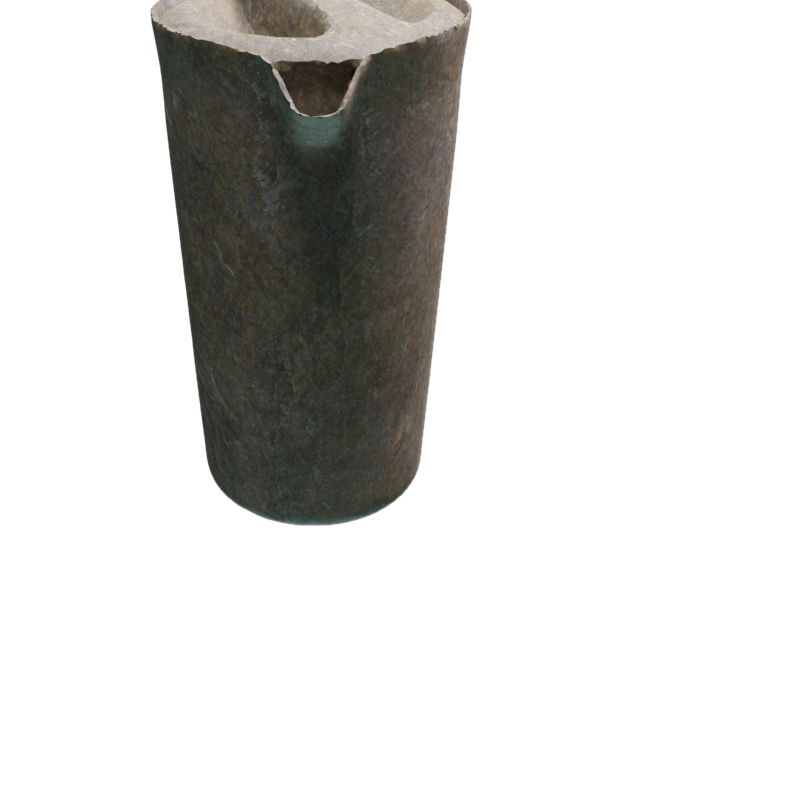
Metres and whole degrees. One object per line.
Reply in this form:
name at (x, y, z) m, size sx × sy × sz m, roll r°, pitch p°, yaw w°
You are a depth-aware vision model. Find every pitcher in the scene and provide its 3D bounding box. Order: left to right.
pitcher at (-0.041, -0.074, 0.521) m, size 0.154 × 0.229 × 0.149 m, roll 23°, pitch 35°, yaw 33°
